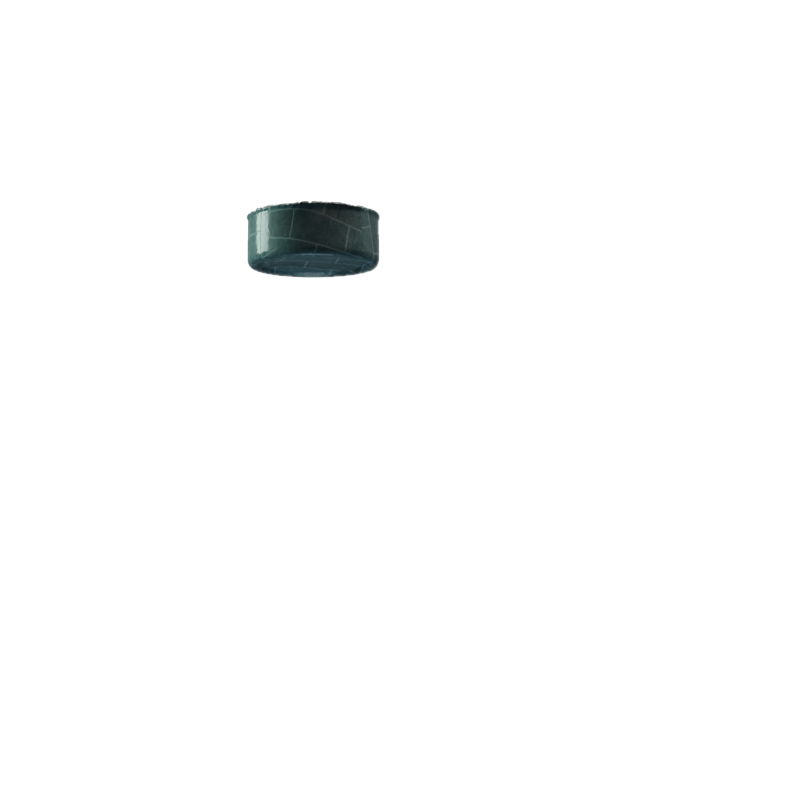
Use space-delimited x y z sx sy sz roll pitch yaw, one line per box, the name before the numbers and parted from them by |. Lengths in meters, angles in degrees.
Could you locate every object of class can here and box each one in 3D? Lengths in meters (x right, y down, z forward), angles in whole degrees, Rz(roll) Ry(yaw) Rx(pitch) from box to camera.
can | -0.056 -0.102 0.713 0.086 0.034 0.084 0 -5 -2
